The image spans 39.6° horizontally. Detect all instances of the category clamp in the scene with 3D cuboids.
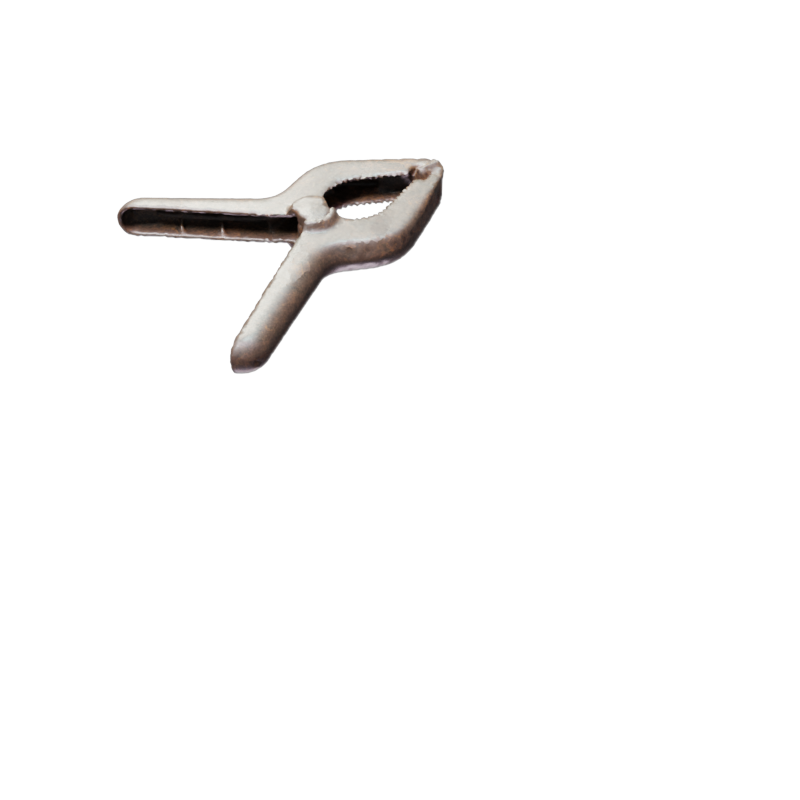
[{"bbox_3d":[-0.055,-0.100,0.700,0.208,0.034,0.178,-20,49,-19],"label":"clamp"}]
